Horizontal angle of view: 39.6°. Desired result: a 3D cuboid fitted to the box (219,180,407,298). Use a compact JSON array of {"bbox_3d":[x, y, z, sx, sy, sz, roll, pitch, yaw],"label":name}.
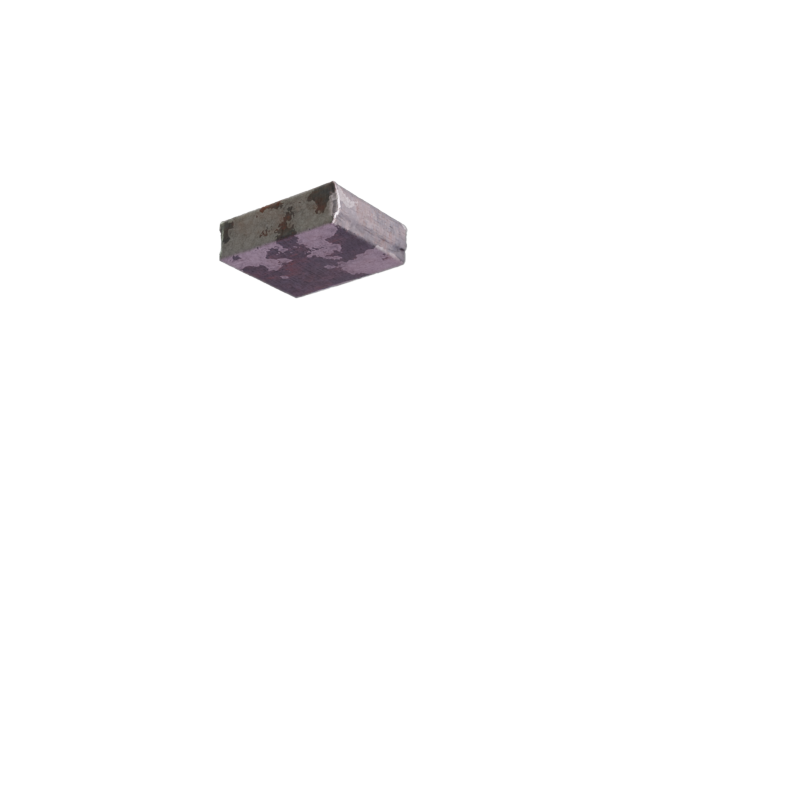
[{"bbox_3d":[-0.052,-0.095,0.663,0.091,0.032,0.068,-14,-24,34],"label":"box"}]
